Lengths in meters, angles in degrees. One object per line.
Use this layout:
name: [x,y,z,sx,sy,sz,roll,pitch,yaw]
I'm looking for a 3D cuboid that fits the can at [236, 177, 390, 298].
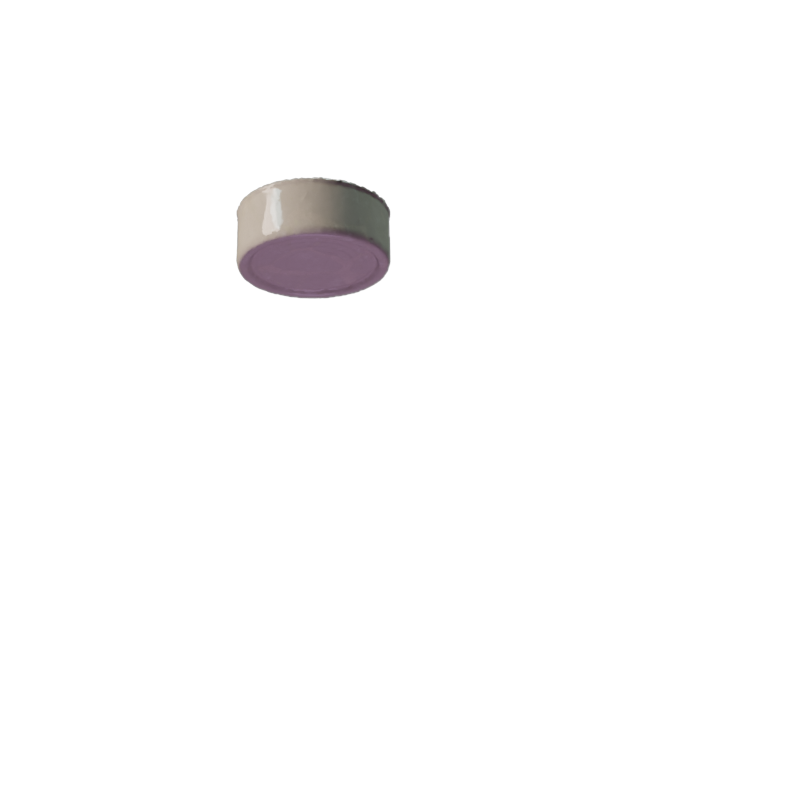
can: [-0.048,-0.087,0.612,0.086,0.035,0.082,0,-21,-2]
